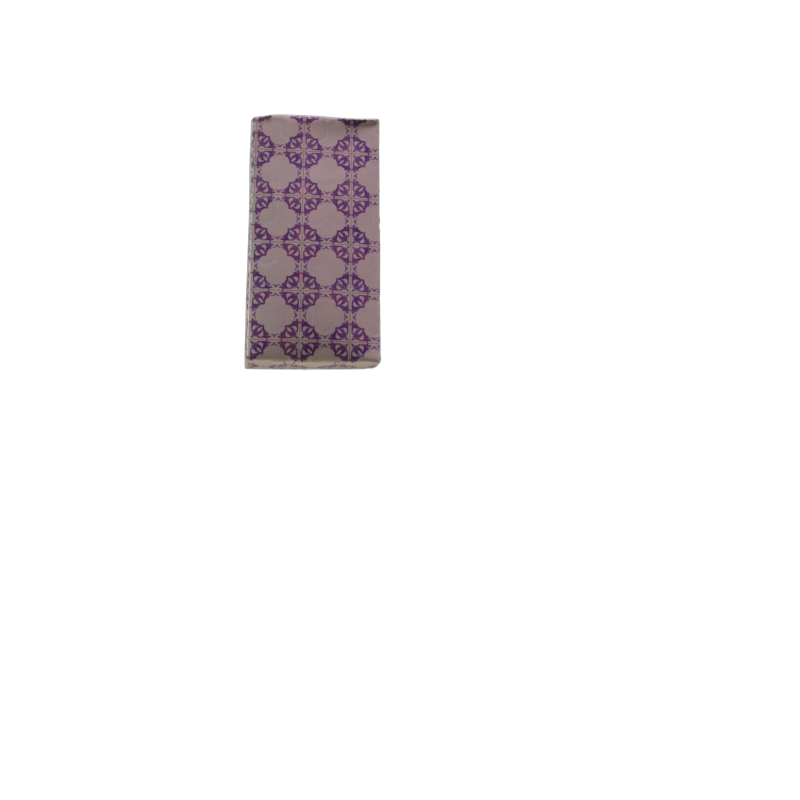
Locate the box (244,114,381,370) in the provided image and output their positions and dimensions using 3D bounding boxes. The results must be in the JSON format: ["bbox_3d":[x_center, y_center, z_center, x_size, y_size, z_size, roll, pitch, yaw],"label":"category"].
[{"bbox_3d":[-0.061,-0.111,0.774,0.093,0.182,0.047,0,-12,-6],"label":"box"}]
